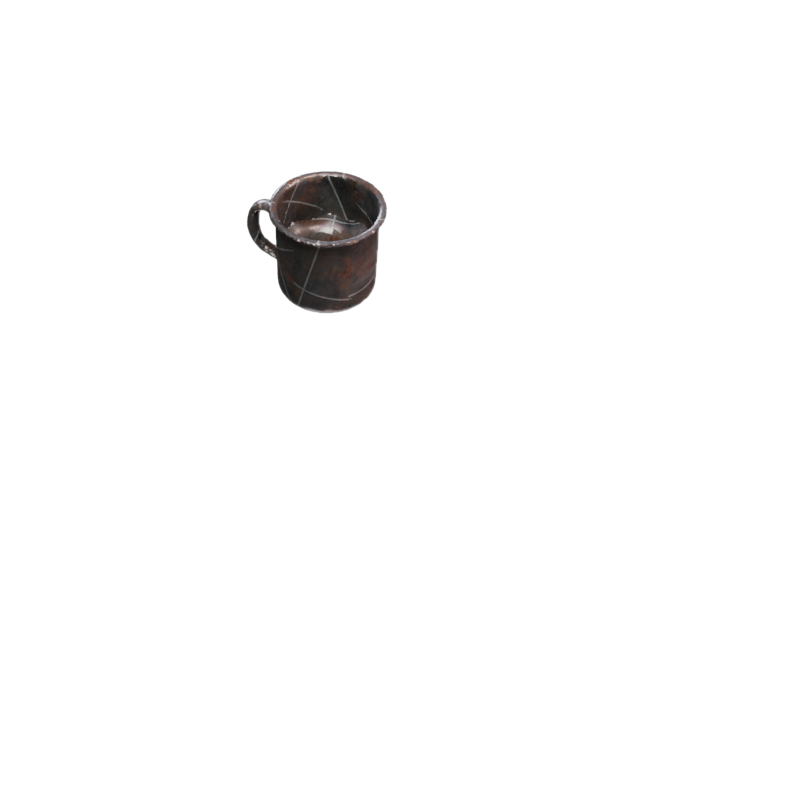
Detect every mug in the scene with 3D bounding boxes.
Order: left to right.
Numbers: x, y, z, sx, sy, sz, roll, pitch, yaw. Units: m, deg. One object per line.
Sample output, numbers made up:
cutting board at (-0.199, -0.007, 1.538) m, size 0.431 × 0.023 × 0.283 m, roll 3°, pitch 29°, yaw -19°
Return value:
mug at (-0.070, -0.128, 0.896) m, size 0.120 × 0.076 × 0.097 m, roll 15°, pitch 46°, yaw 14°
